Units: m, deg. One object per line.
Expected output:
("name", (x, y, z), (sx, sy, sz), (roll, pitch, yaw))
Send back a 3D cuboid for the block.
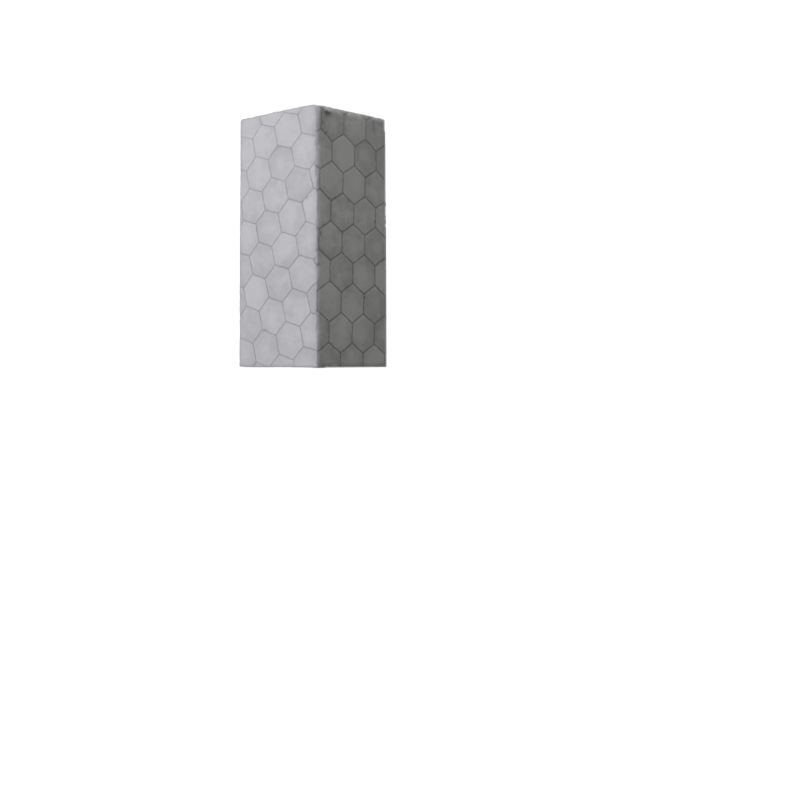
("block", (-0.072, -0.131, 0.918), (0.093, 0.209, 0.087), (-4, -6, 42))
